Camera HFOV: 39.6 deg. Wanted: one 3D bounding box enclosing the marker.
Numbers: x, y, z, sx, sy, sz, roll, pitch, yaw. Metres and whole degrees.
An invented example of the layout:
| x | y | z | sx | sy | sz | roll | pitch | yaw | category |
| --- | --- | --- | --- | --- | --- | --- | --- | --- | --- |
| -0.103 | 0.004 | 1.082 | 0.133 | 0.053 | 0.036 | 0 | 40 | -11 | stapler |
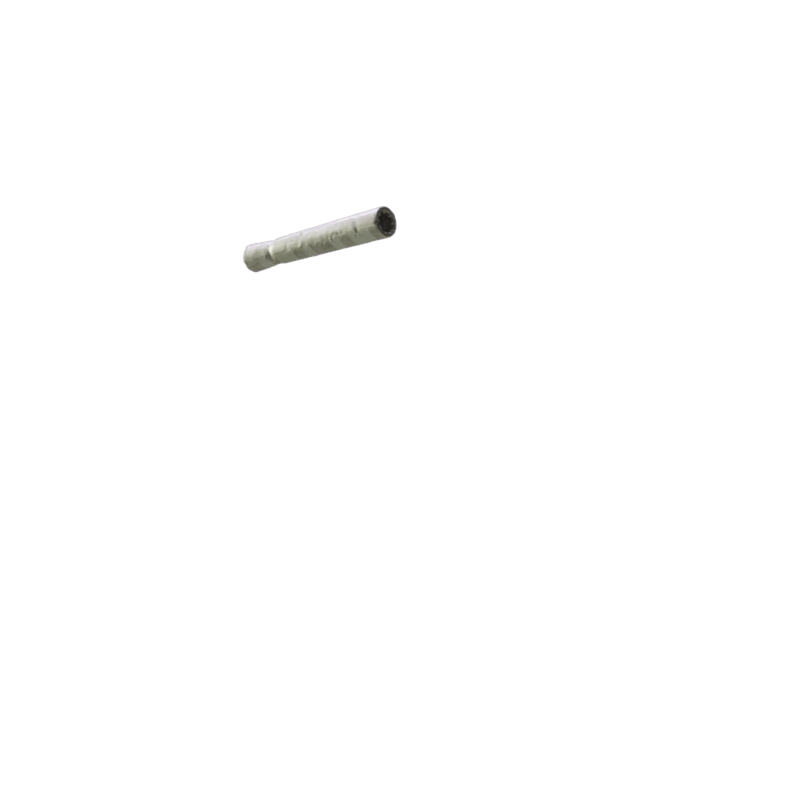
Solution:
| x | y | z | sx | sy | sz | roll | pitch | yaw | category |
| --- | --- | --- | --- | --- | --- | --- | --- | --- | --- |
| -0.053 | -0.097 | 0.679 | 0.124 | 0.020 | 0.019 | -8 | -2 | 42 | marker |
